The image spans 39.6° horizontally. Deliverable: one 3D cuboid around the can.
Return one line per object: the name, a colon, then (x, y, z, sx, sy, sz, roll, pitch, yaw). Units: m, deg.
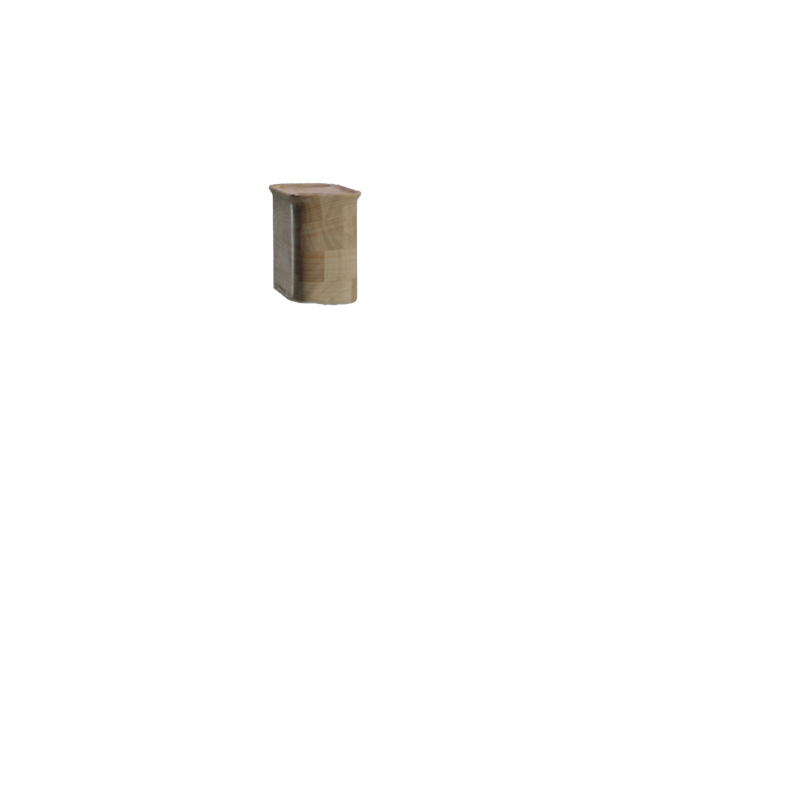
can: (-0.067, -0.123, 0.859, 0.056, 0.082, 0.106, -3, 13, -16)
